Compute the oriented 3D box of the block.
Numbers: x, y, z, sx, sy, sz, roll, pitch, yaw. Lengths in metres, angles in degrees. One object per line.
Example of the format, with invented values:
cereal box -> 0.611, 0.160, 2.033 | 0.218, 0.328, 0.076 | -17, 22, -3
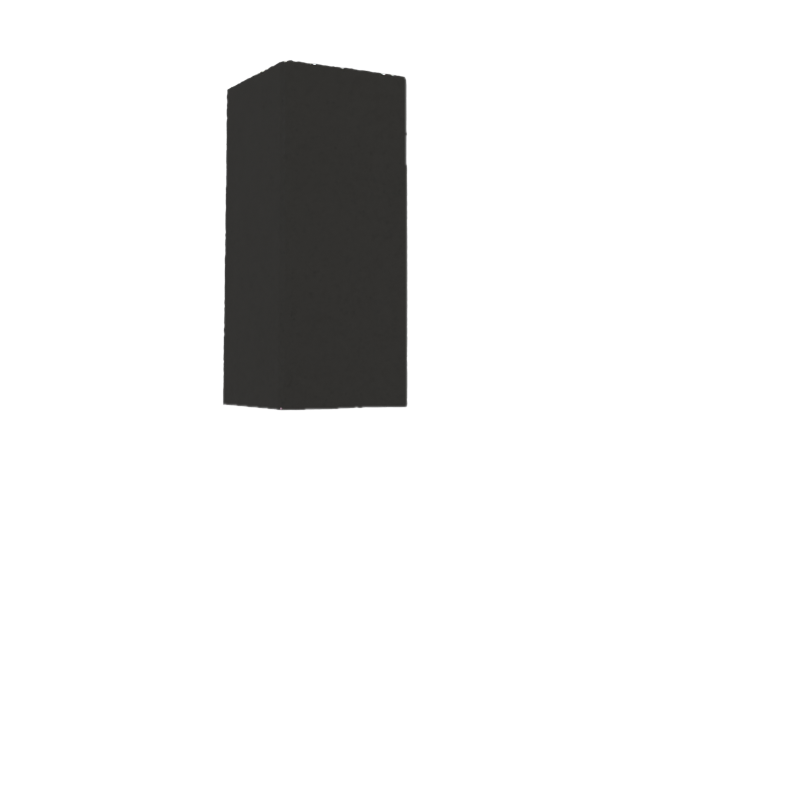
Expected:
block -> -0.054, -0.100, 0.703 | 0.087, 0.209, 0.093 | 2, -5, -31
